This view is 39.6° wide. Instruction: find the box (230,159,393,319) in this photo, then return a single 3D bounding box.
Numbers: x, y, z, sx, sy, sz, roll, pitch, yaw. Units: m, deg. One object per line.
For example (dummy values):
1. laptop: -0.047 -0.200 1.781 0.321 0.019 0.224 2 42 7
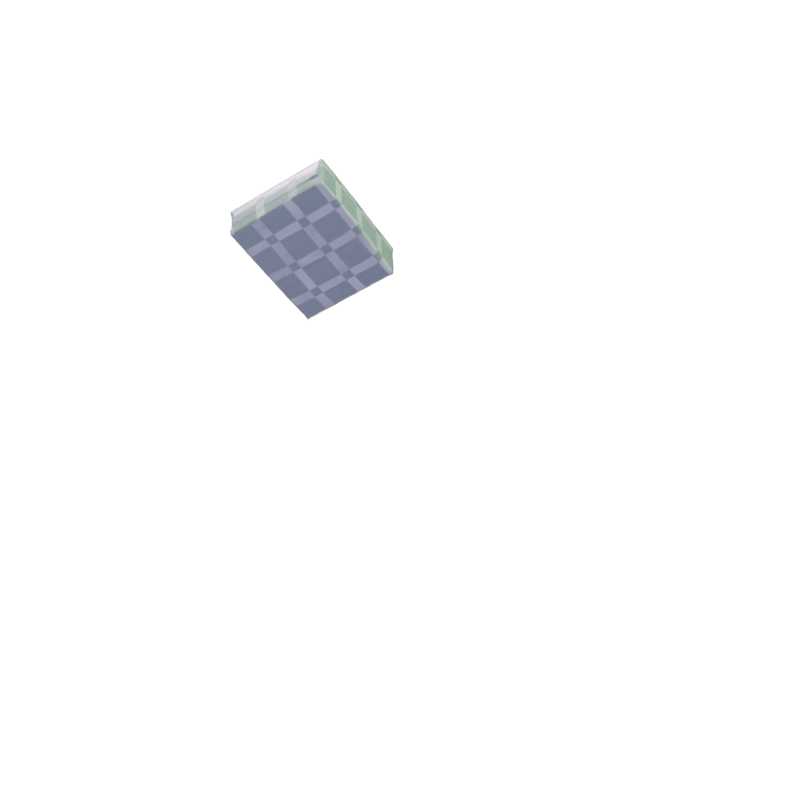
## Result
1. box: -0.070 -0.129 0.900 0.090 0.106 0.042 -27 34 19
